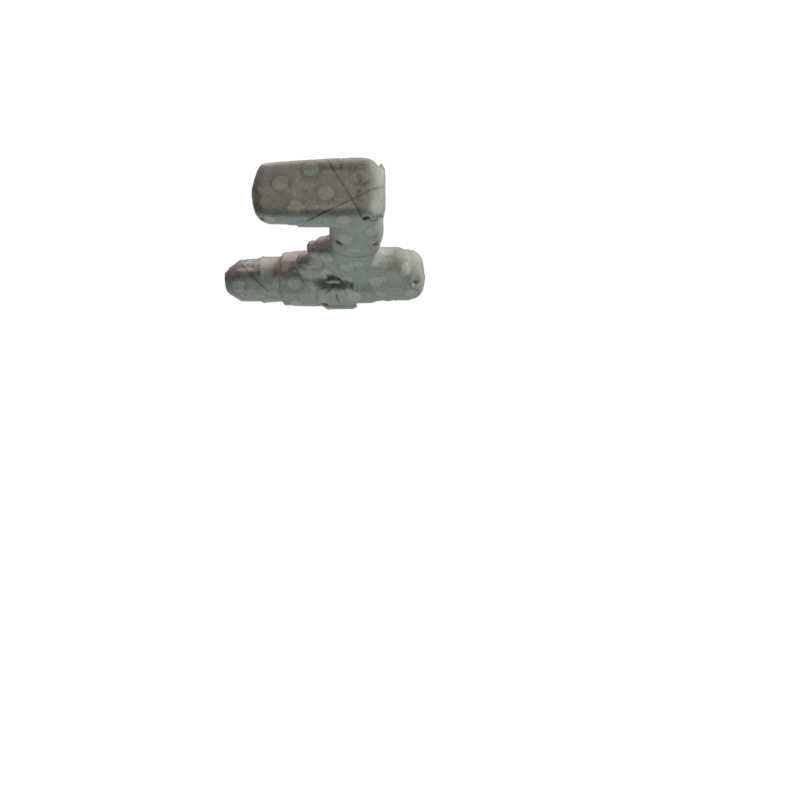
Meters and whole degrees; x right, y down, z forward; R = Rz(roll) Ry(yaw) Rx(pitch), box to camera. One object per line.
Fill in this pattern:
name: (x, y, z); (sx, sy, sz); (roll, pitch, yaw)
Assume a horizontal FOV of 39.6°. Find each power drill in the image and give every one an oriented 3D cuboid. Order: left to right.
power drill: (-0.075, -0.137, 0.957); (0.186, 0.060, 0.176); (-2, -21, 5)
